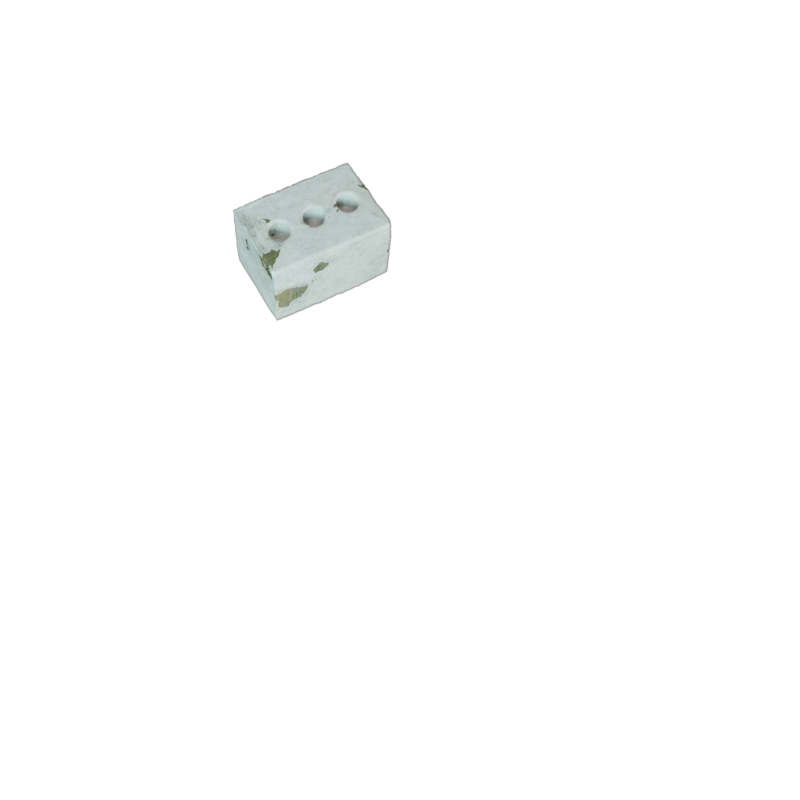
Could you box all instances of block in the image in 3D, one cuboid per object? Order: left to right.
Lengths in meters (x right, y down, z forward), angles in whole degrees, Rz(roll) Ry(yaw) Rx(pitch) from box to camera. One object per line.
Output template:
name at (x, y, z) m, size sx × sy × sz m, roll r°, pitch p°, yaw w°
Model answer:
block at (-0.051, -0.092, 0.647) m, size 0.078 × 0.056 × 0.048 m, roll -26°, pitch -28°, yaw -17°
